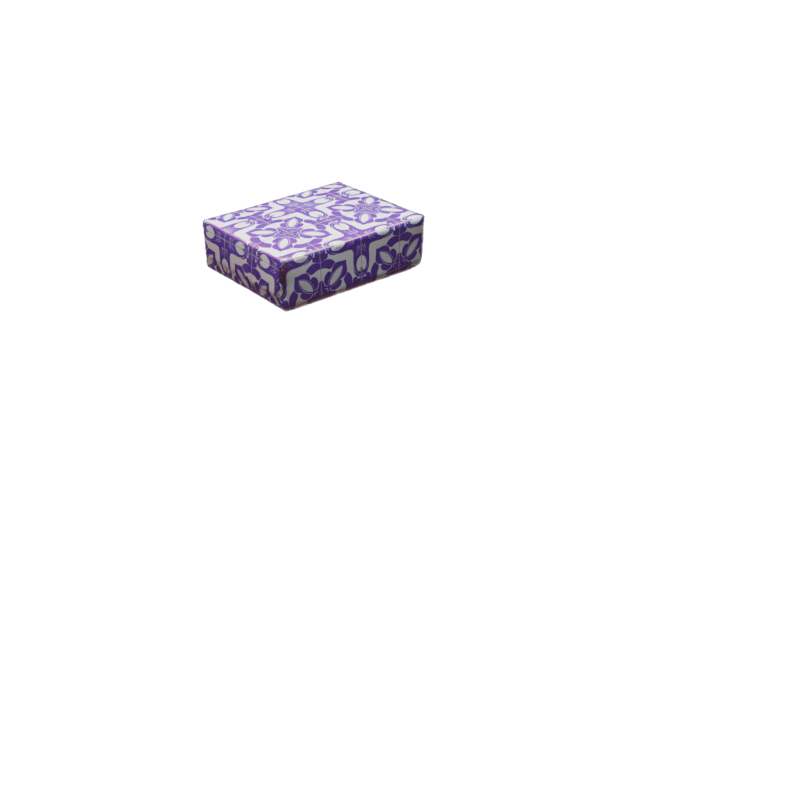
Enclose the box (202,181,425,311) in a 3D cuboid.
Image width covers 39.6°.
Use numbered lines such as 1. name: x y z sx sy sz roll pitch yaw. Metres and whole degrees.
1. box: -0.055 -0.100 0.704 0.112 0.037 0.096 -21 34 -34
